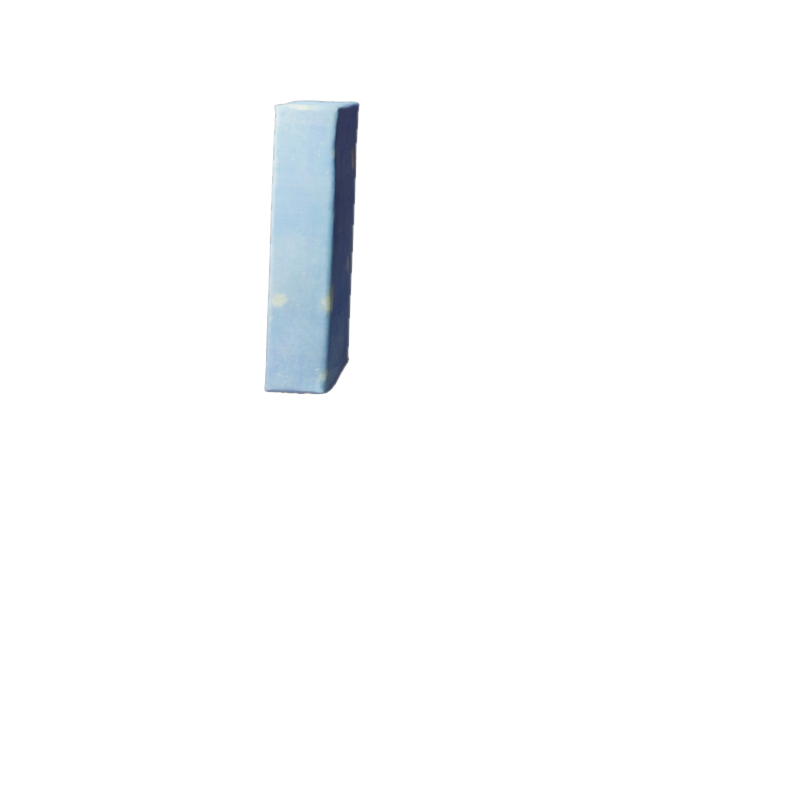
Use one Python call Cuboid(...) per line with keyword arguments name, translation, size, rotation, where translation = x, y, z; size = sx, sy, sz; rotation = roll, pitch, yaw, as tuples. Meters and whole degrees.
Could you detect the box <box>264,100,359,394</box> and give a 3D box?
Cuboid(name="box", translation=(-0.055, -0.100, 0.701), size=(0.049, 0.172, 0.094), rotation=(2, 10, 6))
